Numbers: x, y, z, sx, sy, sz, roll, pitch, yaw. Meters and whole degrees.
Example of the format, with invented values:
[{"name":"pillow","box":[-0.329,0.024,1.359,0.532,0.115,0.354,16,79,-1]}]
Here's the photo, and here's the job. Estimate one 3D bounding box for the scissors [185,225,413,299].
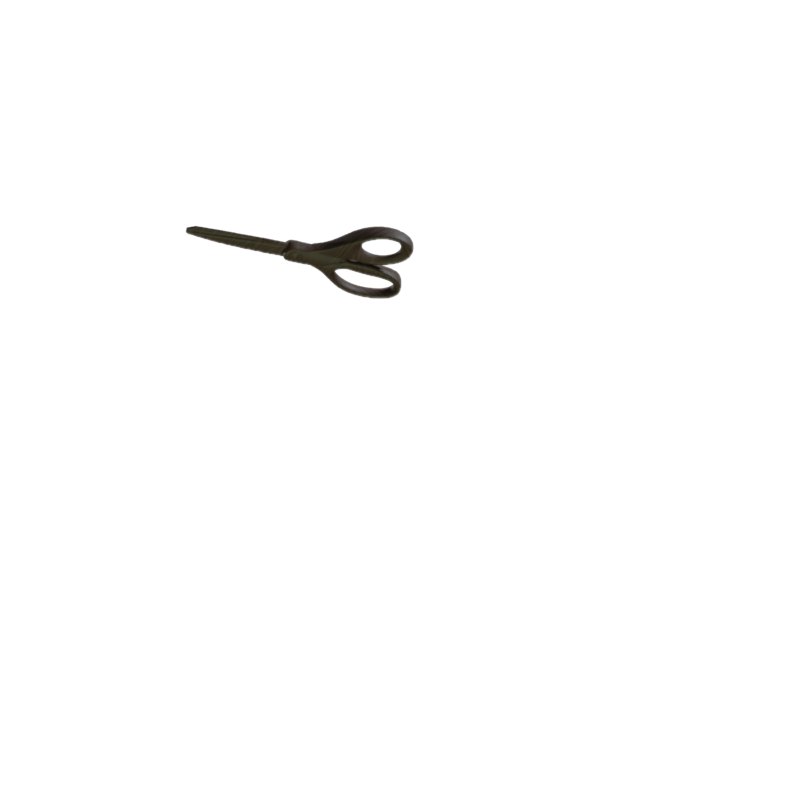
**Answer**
[{"name":"scissors","box":[-0.075,-0.138,0.964,0.192,0.017,0.094,21,-41,-26]}]
